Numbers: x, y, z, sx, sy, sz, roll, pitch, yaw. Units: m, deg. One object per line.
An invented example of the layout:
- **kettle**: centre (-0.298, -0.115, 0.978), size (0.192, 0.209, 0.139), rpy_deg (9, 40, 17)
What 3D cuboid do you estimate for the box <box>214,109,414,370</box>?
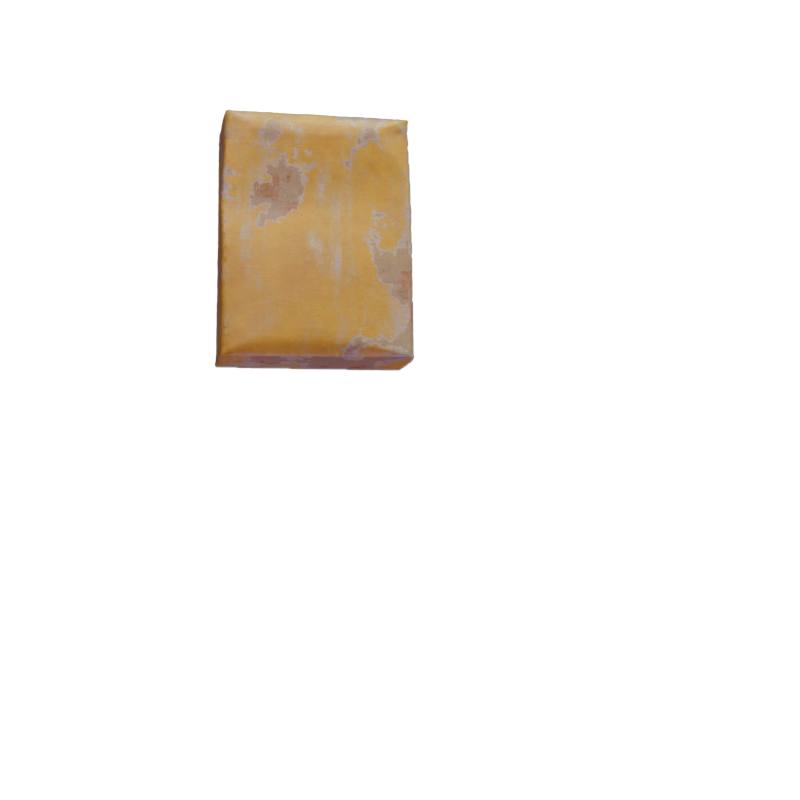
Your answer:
- **box**: centre (-0.074, -0.135, 0.949), size (0.162, 0.221, 0.070), rpy_deg (1, -14, -9)
